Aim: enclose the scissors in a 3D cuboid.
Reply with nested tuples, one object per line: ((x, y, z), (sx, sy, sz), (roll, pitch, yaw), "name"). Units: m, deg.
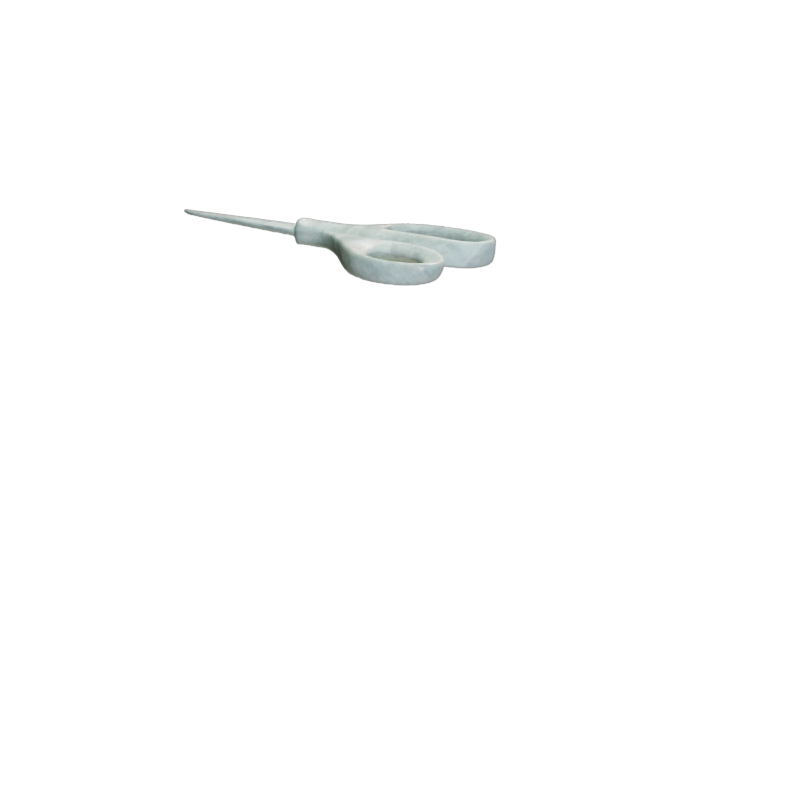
((-0.049, -0.090, 0.628), (0.207, 0.015, 0.098), (7, 23, 17), "scissors")
